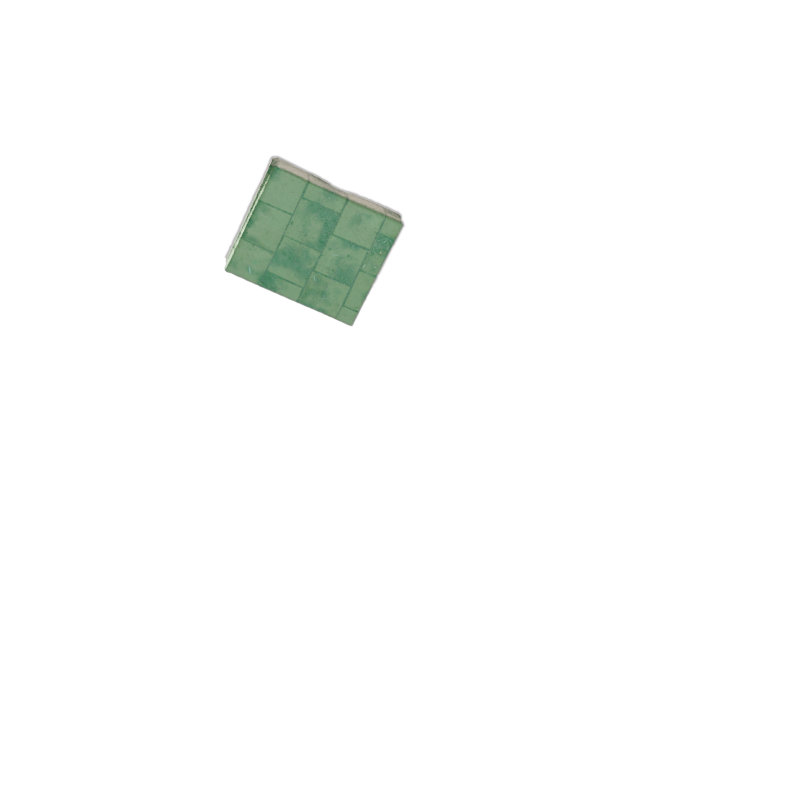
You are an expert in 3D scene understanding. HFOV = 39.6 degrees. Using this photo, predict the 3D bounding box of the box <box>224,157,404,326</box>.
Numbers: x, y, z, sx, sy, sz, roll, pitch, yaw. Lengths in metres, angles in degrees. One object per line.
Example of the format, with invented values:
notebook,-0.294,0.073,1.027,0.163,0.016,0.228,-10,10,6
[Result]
box,-0.053,-0.097,0.680,0.088,0.071,0.031,24,15,-7
